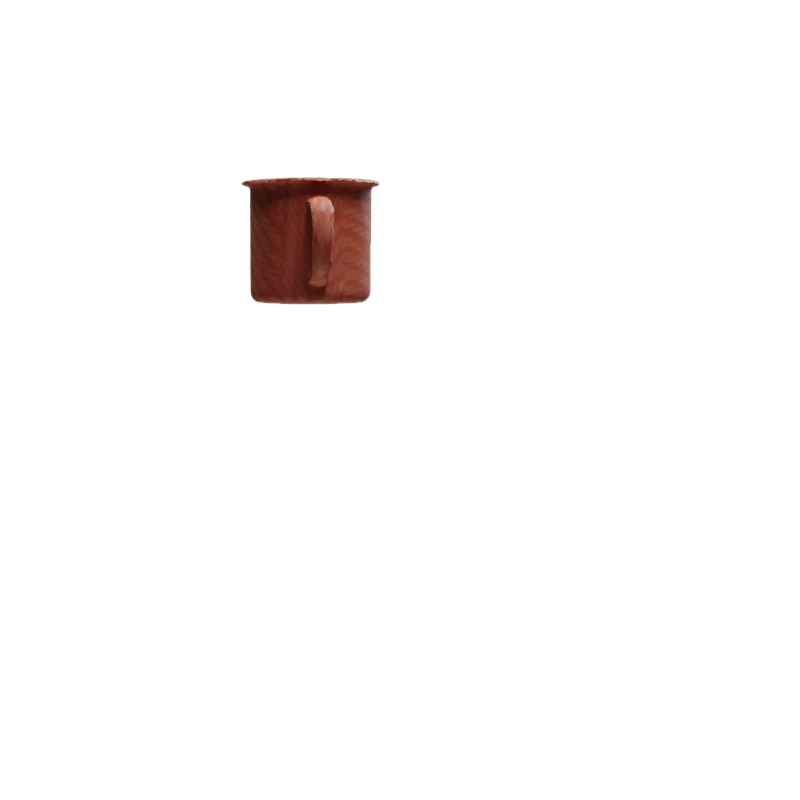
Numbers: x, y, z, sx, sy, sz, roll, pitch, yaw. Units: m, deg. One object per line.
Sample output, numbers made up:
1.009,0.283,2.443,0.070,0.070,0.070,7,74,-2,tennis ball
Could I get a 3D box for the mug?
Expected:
-0.058,-0.105,0.739,0.092,0.081,0.120,-1,5,-12,mug
